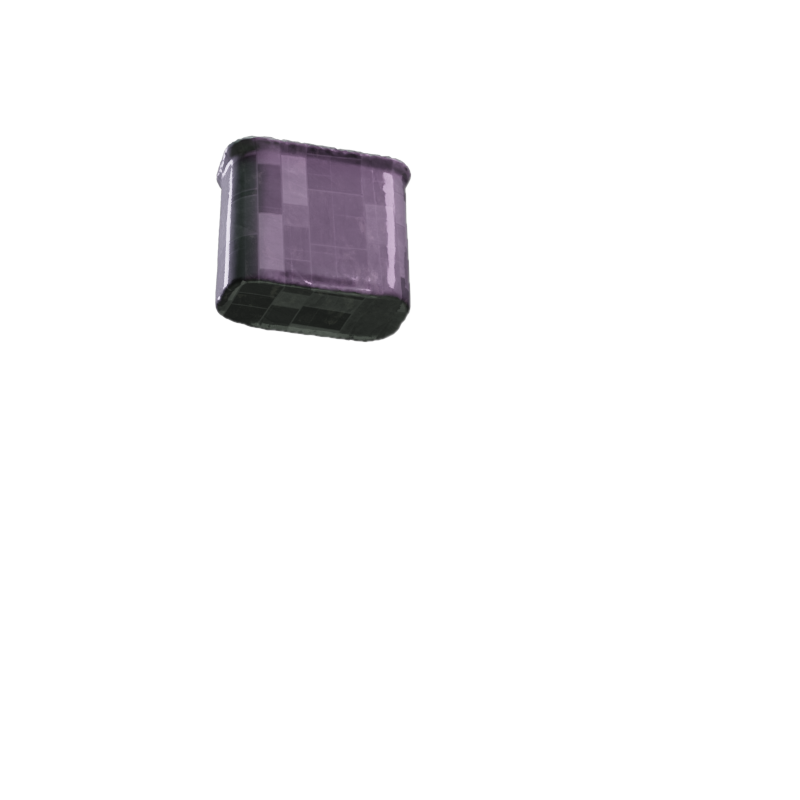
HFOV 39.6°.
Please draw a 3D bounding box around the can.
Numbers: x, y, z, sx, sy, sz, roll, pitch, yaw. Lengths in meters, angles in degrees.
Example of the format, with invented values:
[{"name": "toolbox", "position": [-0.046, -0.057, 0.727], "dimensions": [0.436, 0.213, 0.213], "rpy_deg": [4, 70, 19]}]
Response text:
[{"name": "can", "position": [-0.045, -0.082, 0.575], "dimensions": [0.100, 0.089, 0.055], "rpy_deg": [6, -29, -15]}]
